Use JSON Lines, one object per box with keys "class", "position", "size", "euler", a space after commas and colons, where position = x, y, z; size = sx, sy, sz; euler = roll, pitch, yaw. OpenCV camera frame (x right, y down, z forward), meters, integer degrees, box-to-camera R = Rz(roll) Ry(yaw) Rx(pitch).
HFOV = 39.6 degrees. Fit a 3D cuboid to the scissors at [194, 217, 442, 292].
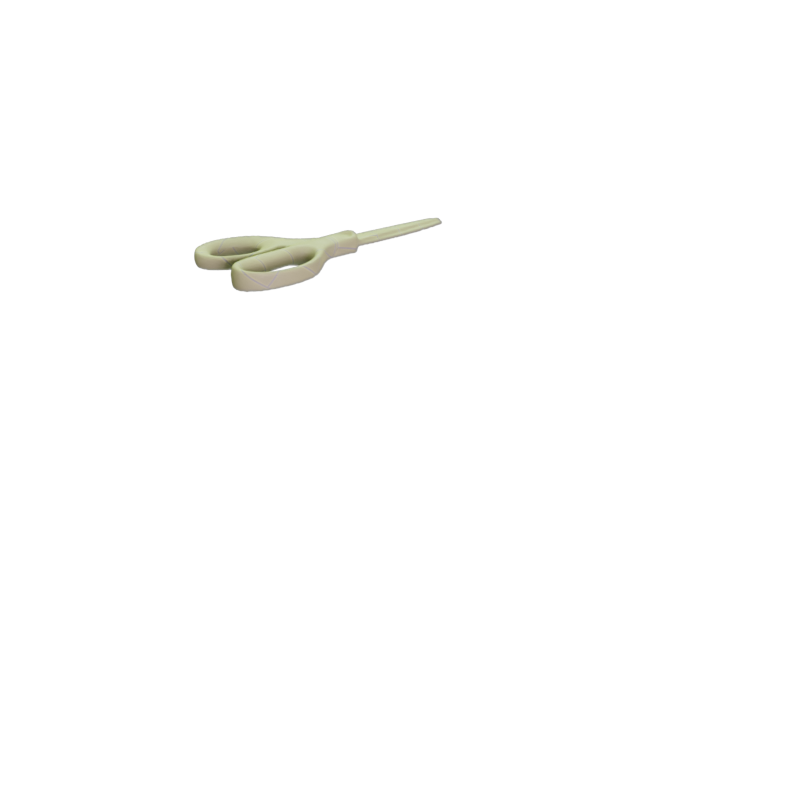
{"class": "scissors", "position": [-0.060, -0.109, 0.761], "size": [0.101, 0.015, 0.201], "euler": [12, 25, 28]}
